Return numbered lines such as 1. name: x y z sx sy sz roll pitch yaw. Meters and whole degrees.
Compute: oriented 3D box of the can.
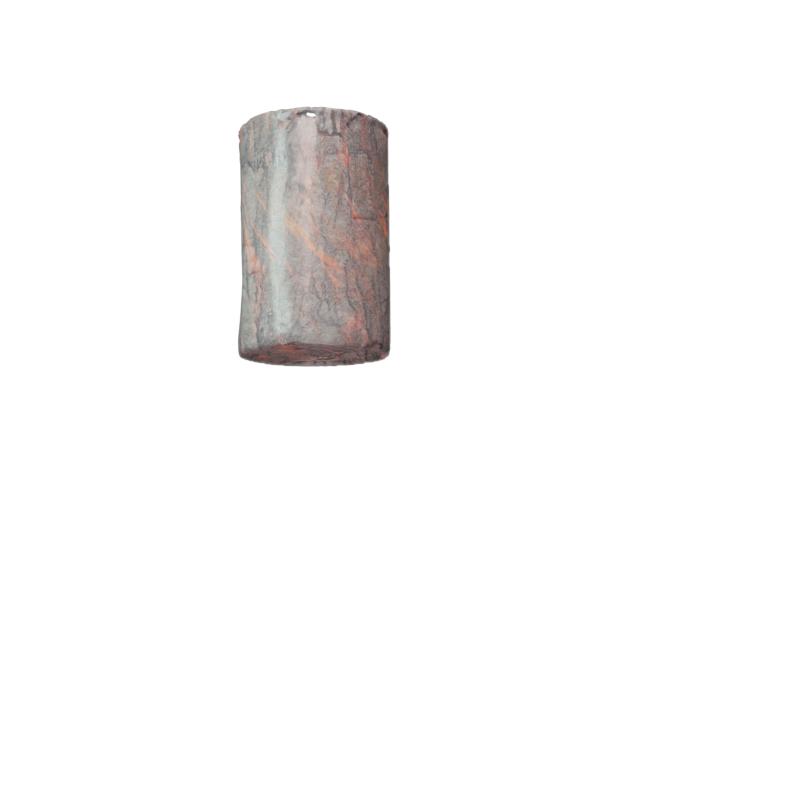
1. can: -0.038 -0.070 0.488 0.068 0.105 0.067 0 -12 -2
